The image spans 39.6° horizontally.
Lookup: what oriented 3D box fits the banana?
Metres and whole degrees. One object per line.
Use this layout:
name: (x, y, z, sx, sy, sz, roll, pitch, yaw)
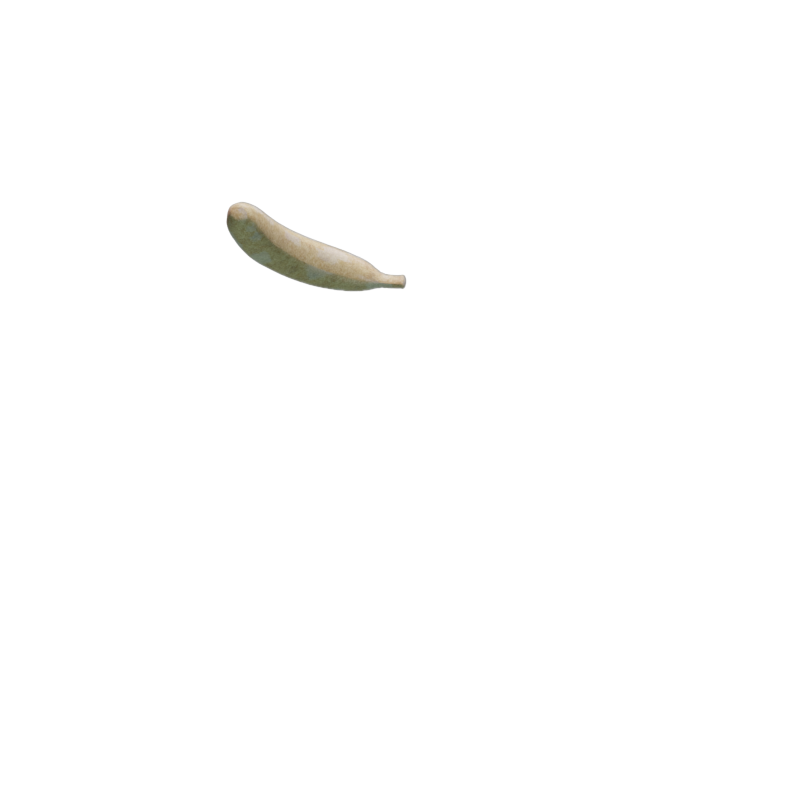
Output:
banana: (-0.083, -0.126, 0.923, 0.070, 0.038, 0.186, -16, -22, 41)
